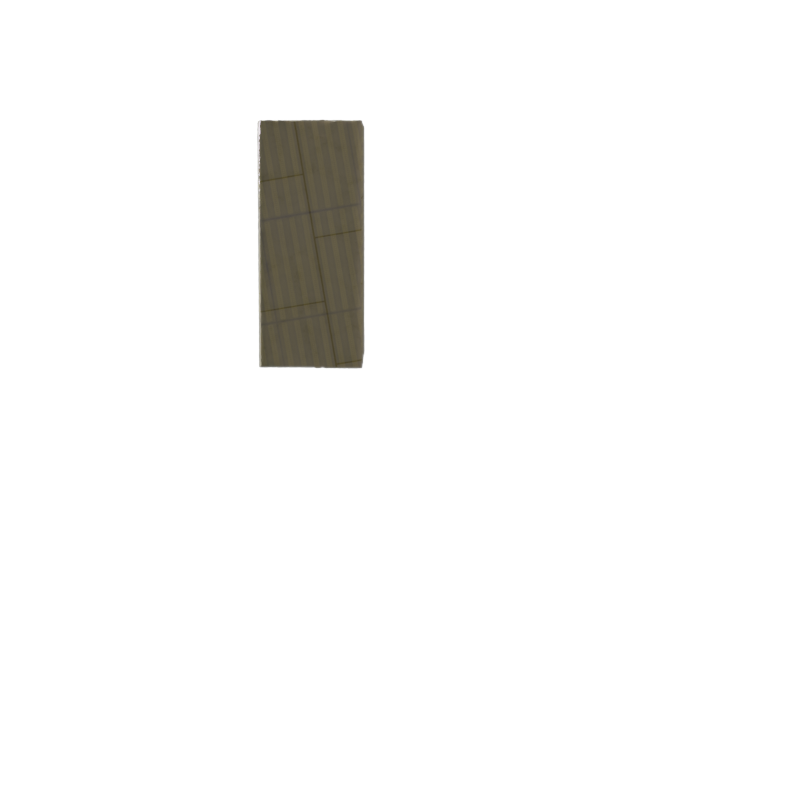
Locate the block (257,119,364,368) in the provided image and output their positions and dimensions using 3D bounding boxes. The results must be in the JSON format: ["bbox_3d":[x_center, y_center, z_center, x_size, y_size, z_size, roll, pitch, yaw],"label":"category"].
[{"bbox_3d":[-0.076,-0.138,0.964,0.090,0.204,0.091,0,5,1],"label":"block"}]
